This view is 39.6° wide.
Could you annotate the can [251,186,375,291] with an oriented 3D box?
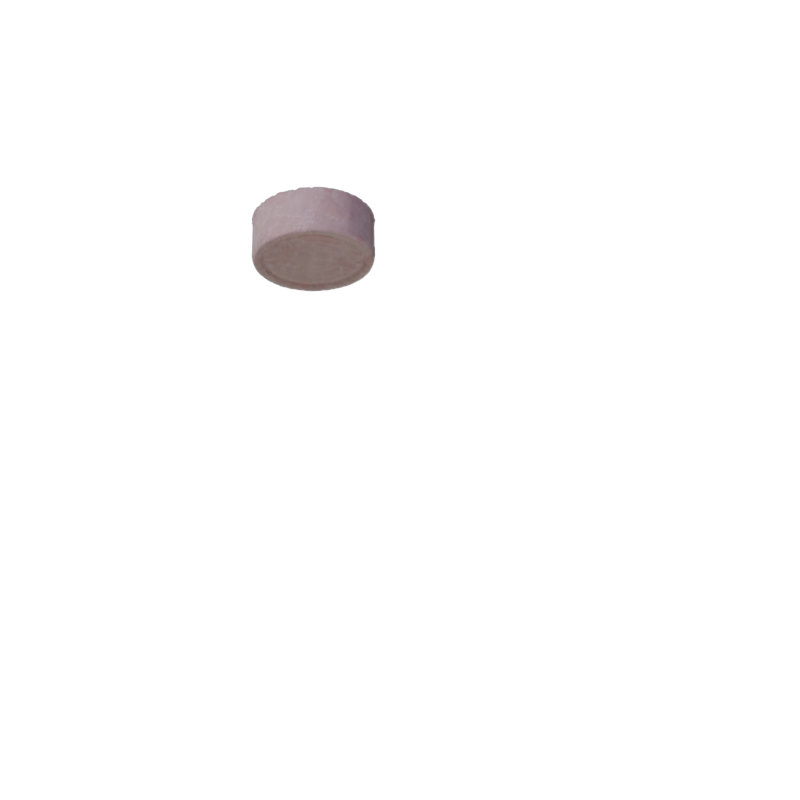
[{"bbox_3d":[-0.060,-0.109,0.763,0.086,0.036,0.081,1,-26,-2],"label":"can"}]
